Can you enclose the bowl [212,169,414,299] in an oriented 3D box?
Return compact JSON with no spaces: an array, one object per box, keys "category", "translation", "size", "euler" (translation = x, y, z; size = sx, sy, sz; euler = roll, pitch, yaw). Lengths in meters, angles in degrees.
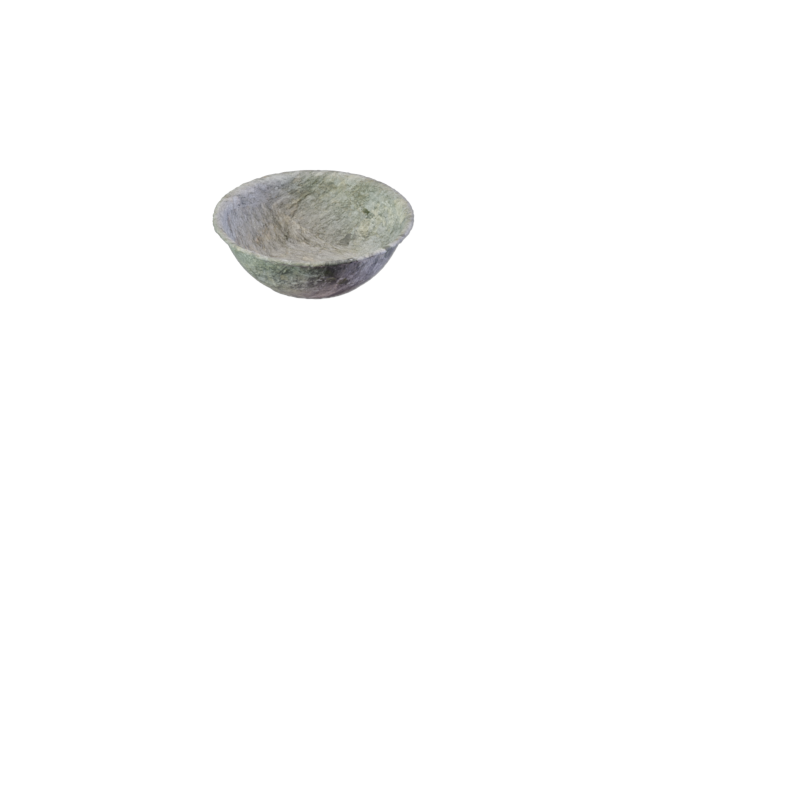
[{"category":"bowl","translation":[-0.071,-0.129,0.901],"size":[0.162,0.052,0.173],"euler":[-1,35,-2]}]
